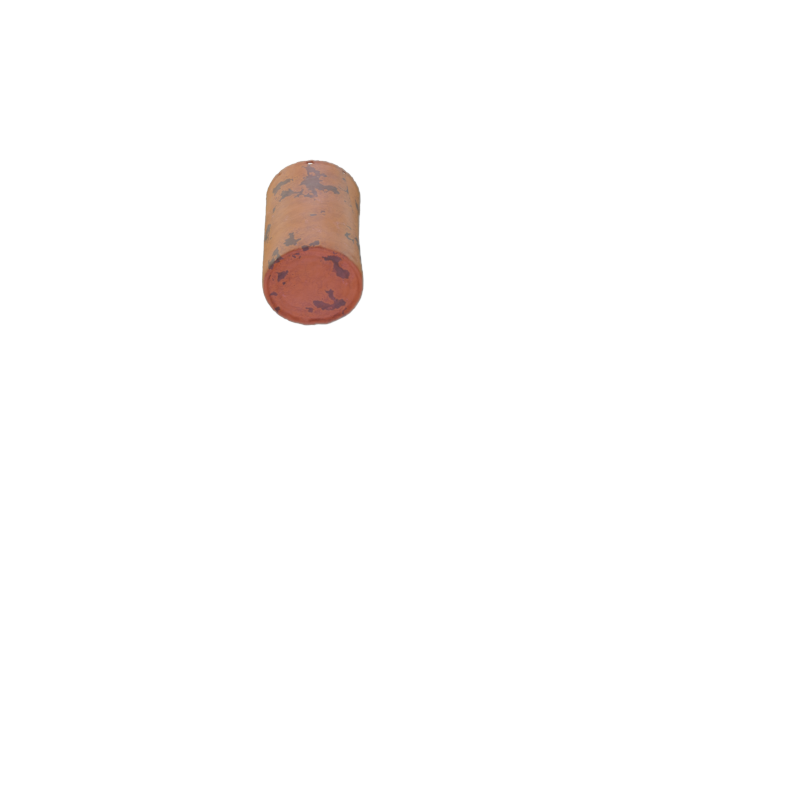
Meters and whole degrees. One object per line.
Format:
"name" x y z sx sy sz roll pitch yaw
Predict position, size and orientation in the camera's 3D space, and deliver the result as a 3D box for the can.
"can" -0.059 -0.107 0.753 0.068 0.064 0.110 -1 41 -3
